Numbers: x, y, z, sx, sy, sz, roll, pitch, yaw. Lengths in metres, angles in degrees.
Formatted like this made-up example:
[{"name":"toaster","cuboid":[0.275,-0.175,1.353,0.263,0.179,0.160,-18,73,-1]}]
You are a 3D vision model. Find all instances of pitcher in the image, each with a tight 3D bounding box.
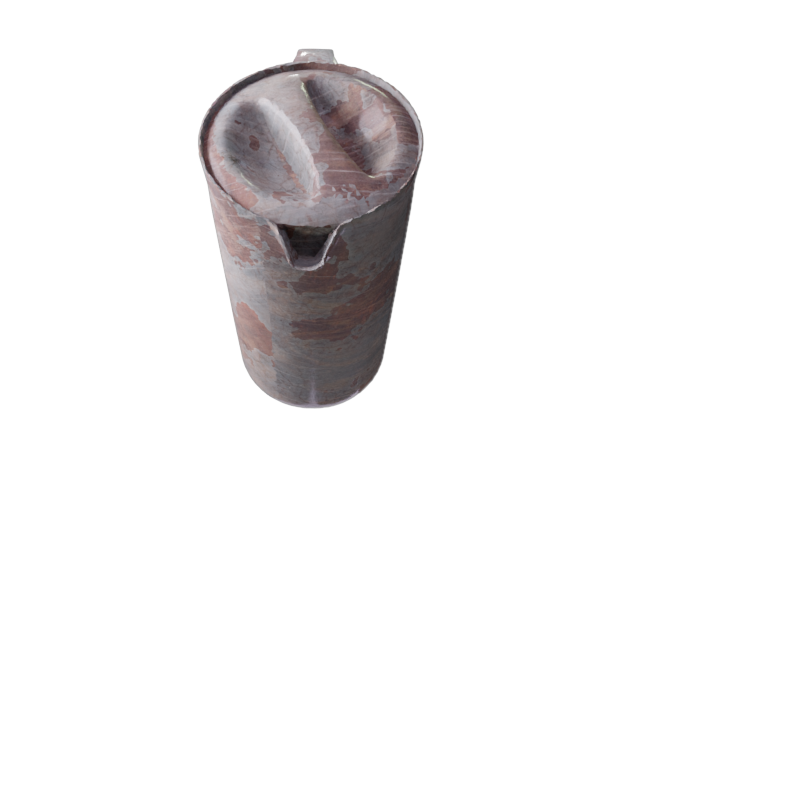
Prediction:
[{"name":"pitcher","cuboid":[-0.059,-0.107,0.750,0.151,0.153,0.227,-40,-23,-25]}]
